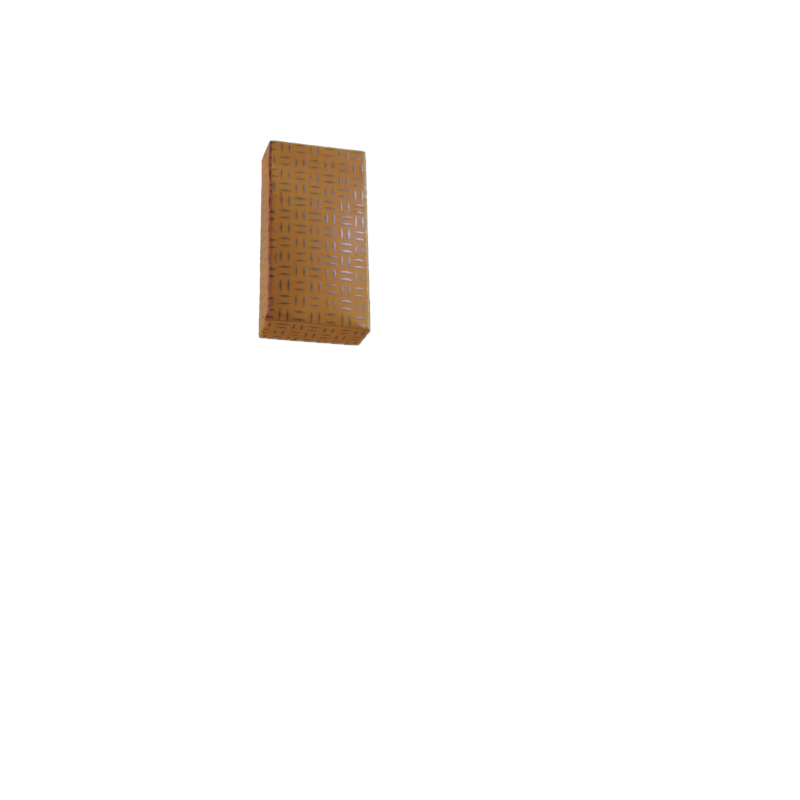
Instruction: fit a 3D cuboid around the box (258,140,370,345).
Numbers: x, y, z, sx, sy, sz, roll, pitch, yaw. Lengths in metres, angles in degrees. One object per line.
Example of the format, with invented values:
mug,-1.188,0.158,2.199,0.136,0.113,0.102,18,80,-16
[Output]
box,-0.077,-0.140,0.982,0.091,0.186,0.046,5,-26,-14
